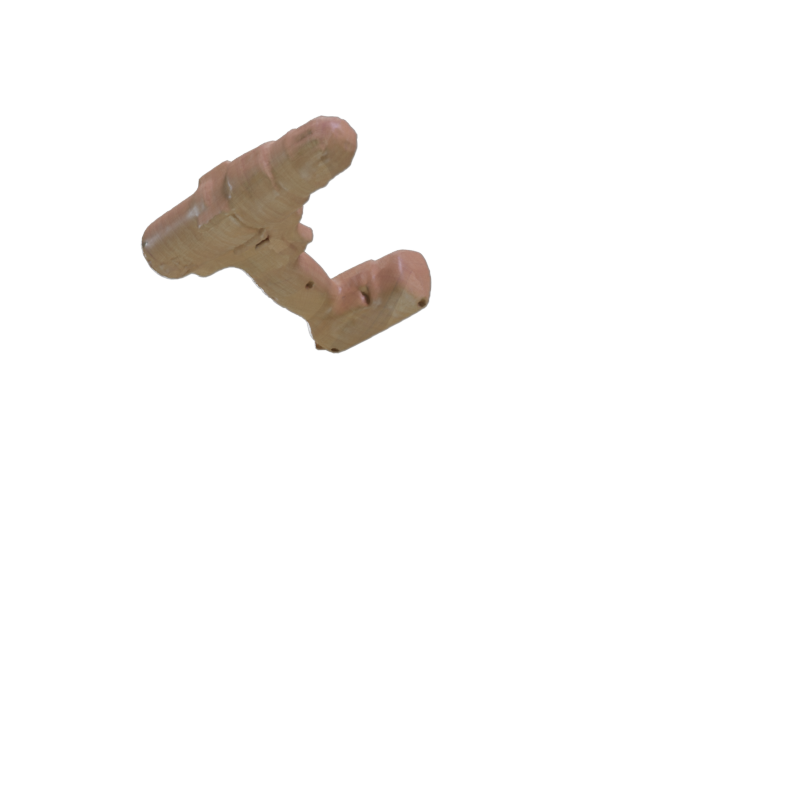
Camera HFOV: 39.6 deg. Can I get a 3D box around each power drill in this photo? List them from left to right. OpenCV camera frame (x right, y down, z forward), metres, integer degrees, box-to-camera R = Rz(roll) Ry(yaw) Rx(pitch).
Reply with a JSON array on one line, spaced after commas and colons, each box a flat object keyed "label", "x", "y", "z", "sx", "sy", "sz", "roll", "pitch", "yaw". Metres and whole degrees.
[{"label": "power drill", "x": -0.062, "y": -0.113, "z": 0.792, "sx": 0.185, "sy": 0.061, "sz": 0.175, "roll": -25, "pitch": -42, "yaw": 32}]
